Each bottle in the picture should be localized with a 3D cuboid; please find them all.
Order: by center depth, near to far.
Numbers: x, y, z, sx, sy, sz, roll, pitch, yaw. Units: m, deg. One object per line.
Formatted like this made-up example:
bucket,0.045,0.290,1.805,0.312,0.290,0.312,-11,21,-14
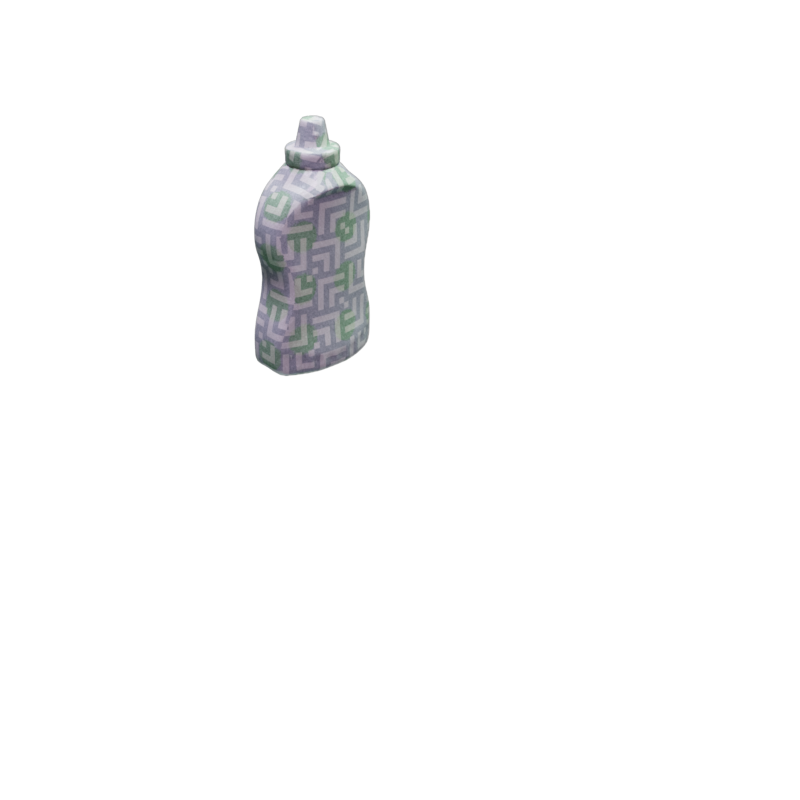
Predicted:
bottle,-0.066,-0.119,0.836,0.094,0.182,0.062,-18,31,-37
